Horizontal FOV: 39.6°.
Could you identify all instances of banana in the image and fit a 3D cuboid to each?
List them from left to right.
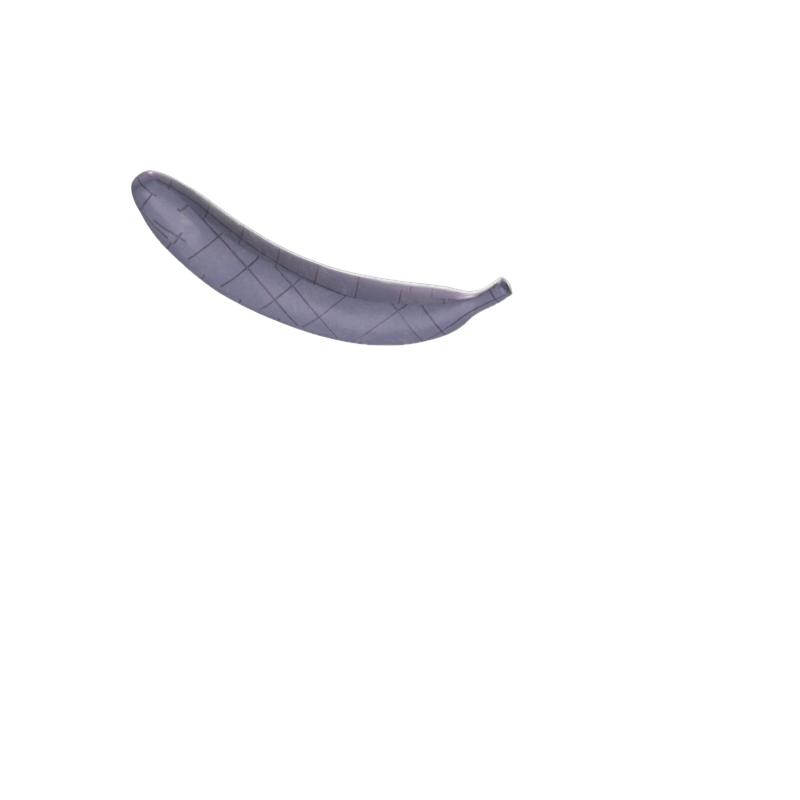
[{"bbox_3d":[-0.047,-0.066,0.571,0.194,0.066,0.039,15,34,-10],"label":"banana"}]
